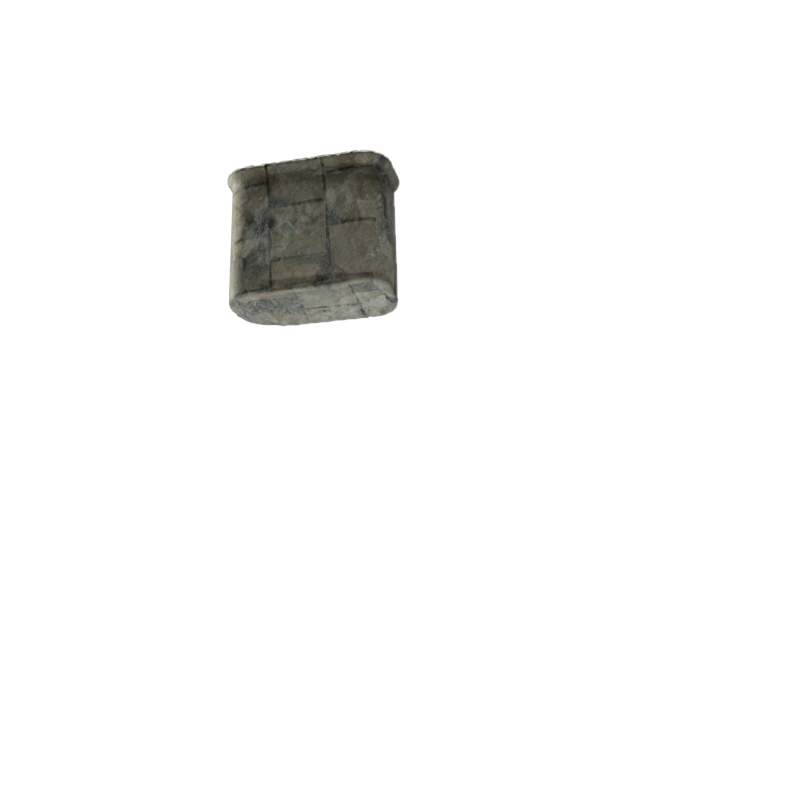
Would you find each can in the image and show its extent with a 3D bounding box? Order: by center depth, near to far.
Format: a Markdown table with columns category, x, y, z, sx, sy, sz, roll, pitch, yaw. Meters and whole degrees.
| category | x | y | z | sx | sy | sz | roll | pitch | yaw |
| --- | --- | --- | --- | --- | --- | --- | --- | --- | --- |
| can | -0.051 | -0.094 | 0.656 | 0.103 | 0.089 | 0.054 | -6 | -24 | 13 |
